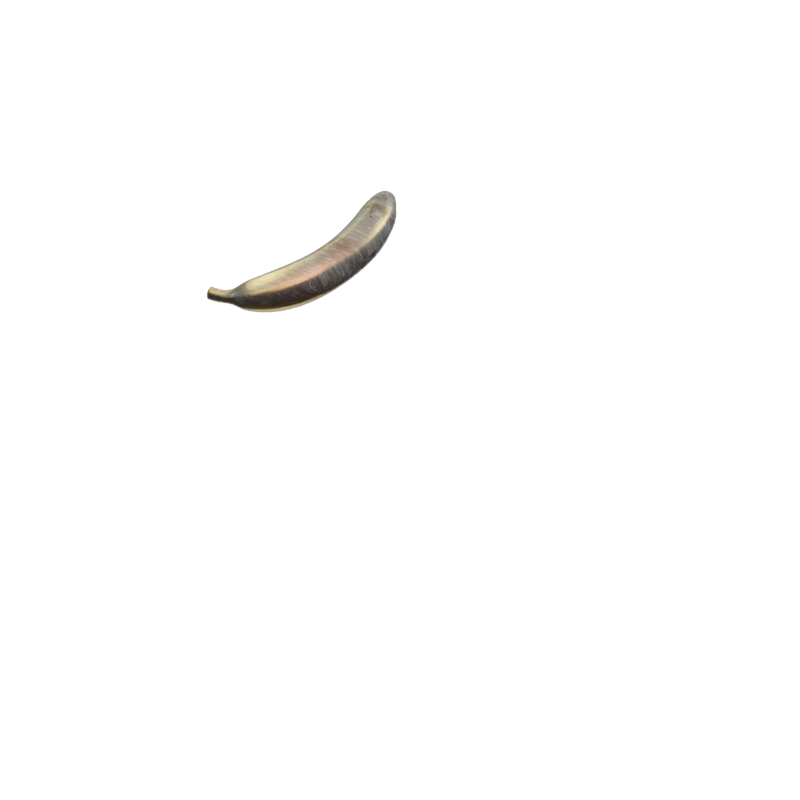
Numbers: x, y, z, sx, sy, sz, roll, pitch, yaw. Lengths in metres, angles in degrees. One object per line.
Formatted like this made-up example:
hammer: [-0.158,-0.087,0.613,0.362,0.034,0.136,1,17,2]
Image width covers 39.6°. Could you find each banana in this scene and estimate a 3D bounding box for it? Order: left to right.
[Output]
banana: [-0.066,-0.122,0.941,0.198,0.034,0.075,-32,56,-25]
